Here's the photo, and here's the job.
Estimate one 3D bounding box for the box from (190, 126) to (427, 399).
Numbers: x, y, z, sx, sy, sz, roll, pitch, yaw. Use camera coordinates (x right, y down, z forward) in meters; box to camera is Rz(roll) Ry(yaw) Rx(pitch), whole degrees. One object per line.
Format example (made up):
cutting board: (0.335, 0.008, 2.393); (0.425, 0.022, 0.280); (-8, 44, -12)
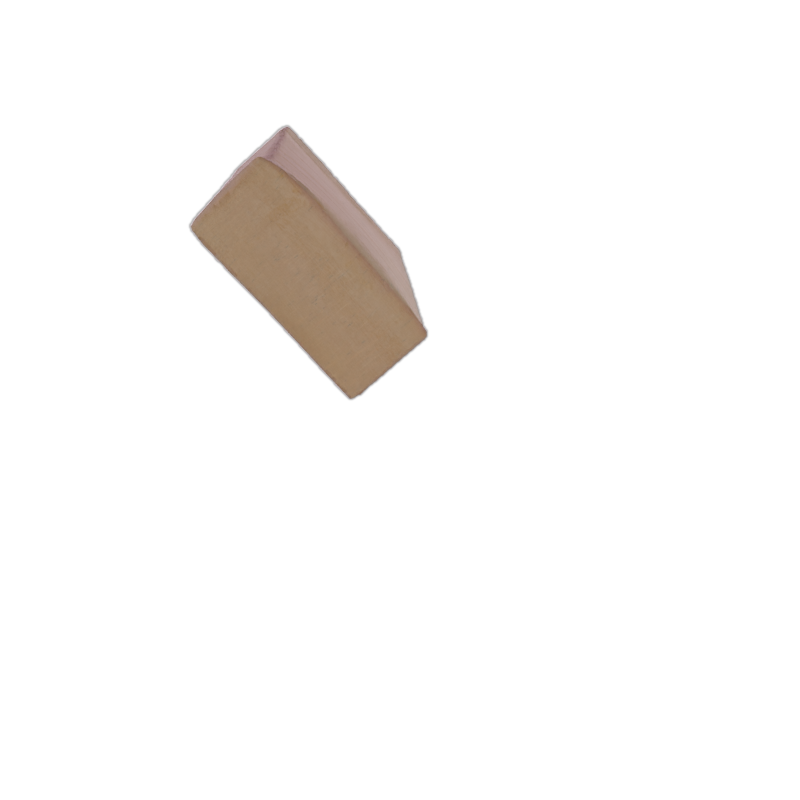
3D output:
box: (-0.039, -0.070, 0.493); (0.048, 0.091, 0.181); (-41, 13, 7)
